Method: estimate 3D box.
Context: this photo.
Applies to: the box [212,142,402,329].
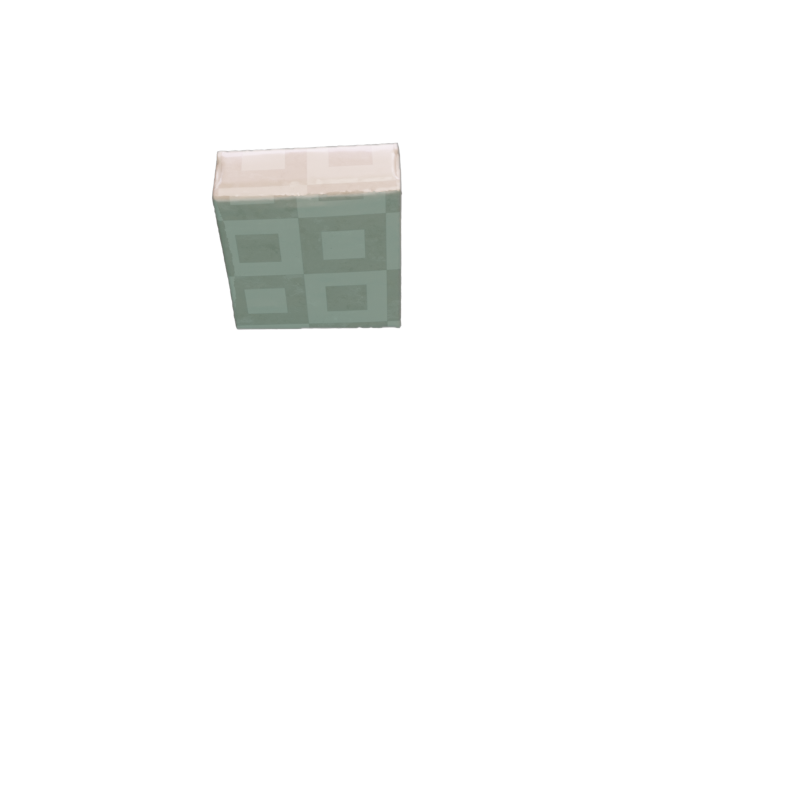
[{"bbox_3d":[-0.036,-0.066,0.462,0.073,0.032,0.083,-1,-36,1],"label":"box"}]
